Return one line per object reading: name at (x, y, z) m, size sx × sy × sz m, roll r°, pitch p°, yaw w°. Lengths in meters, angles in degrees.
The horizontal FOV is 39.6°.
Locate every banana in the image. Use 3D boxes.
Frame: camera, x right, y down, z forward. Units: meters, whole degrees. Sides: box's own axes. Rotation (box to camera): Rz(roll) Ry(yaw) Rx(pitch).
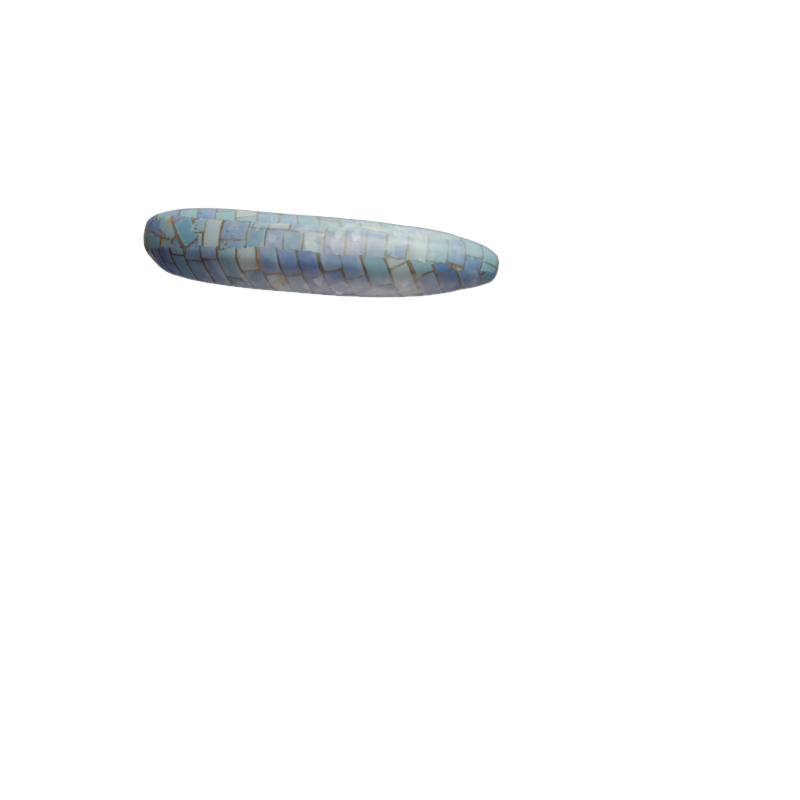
banana at (-0.055, -0.075, 0.542) m, size 0.206 × 0.036 × 0.069 m, roll 10°, pitch 19°, yaw 27°
